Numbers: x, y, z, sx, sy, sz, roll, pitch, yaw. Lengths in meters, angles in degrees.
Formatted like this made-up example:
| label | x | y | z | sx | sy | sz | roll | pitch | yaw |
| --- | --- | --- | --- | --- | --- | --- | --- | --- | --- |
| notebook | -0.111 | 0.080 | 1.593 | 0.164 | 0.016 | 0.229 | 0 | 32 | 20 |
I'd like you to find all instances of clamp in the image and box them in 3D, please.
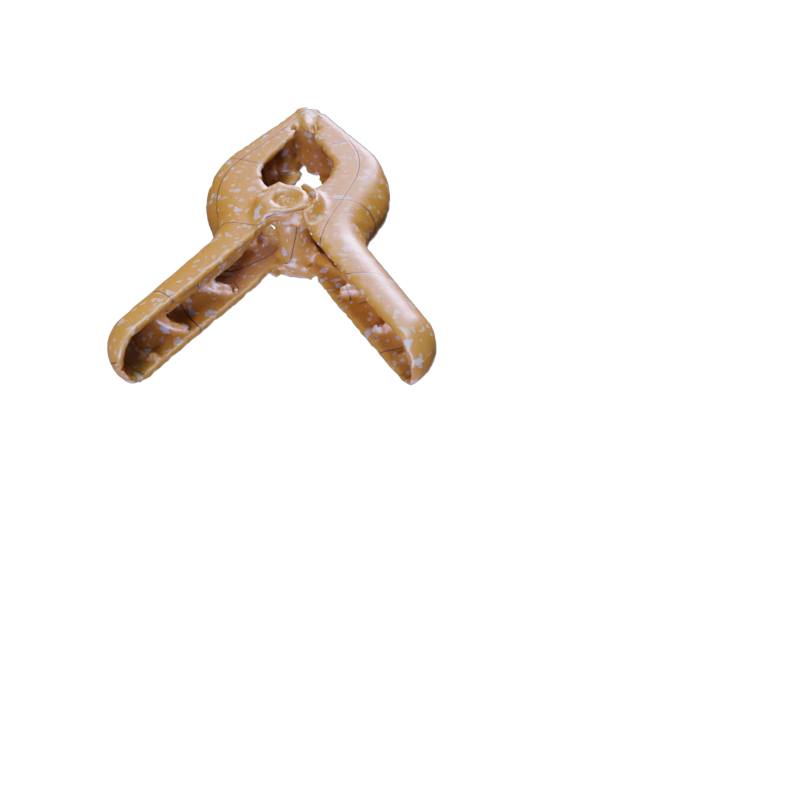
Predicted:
| label | x | y | z | sx | sy | sz | roll | pitch | yaw |
| --- | --- | --- | --- | --- | --- | --- | --- | --- | --- |
| clamp | -0.036 | -0.065 | 0.455 | 0.122 | 0.036 | 0.181 | 9 | 45 | 8 |
